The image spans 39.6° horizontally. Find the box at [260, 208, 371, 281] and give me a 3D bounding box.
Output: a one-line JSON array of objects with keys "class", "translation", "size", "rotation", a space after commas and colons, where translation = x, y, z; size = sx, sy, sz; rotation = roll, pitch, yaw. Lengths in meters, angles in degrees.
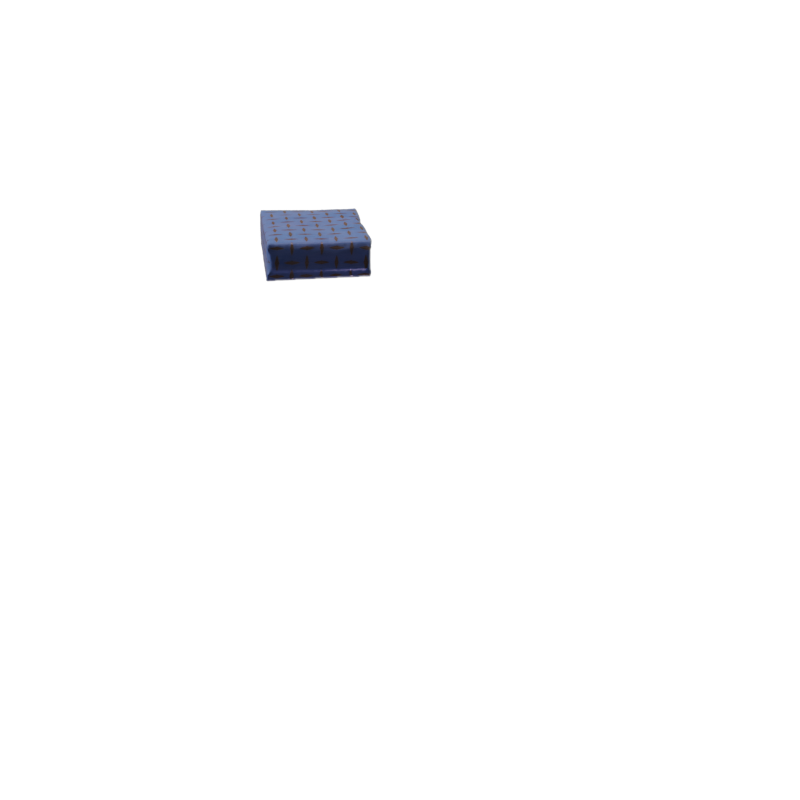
[{"class": "box", "translation": [-0.062, -0.114, 0.795], "size": [0.072, 0.029, 0.094], "rotation": [-3, 23, -7]}]
